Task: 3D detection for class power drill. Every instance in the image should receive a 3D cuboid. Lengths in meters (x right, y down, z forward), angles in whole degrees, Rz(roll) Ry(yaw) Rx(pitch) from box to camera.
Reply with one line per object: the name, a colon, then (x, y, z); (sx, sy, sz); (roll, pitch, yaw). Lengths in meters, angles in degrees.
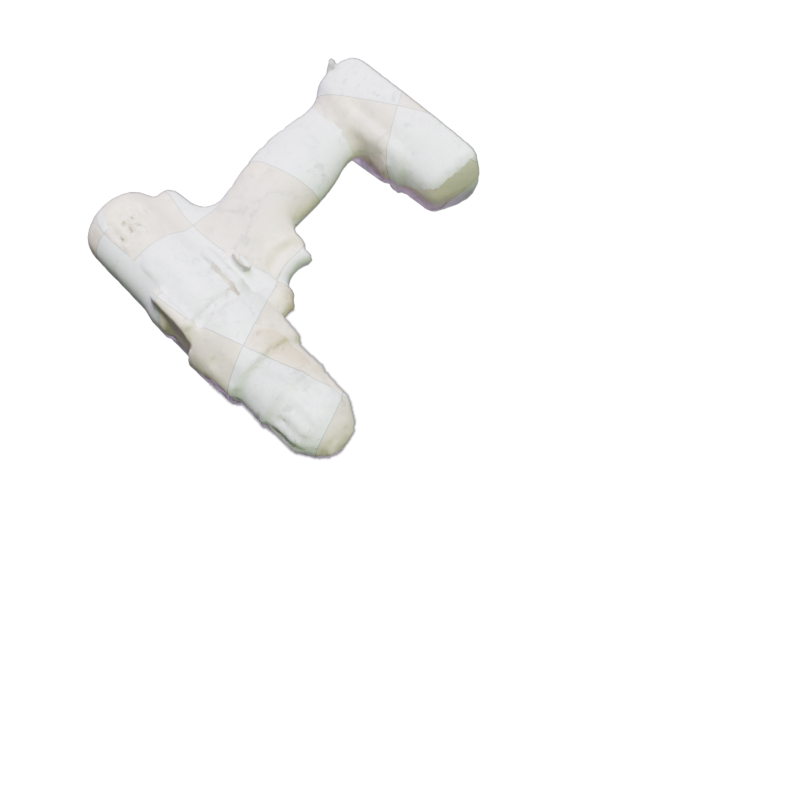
power drill: (-0.047, -0.085, 0.595); (0.189, 0.193, 0.054); (-42, -19, -18)
